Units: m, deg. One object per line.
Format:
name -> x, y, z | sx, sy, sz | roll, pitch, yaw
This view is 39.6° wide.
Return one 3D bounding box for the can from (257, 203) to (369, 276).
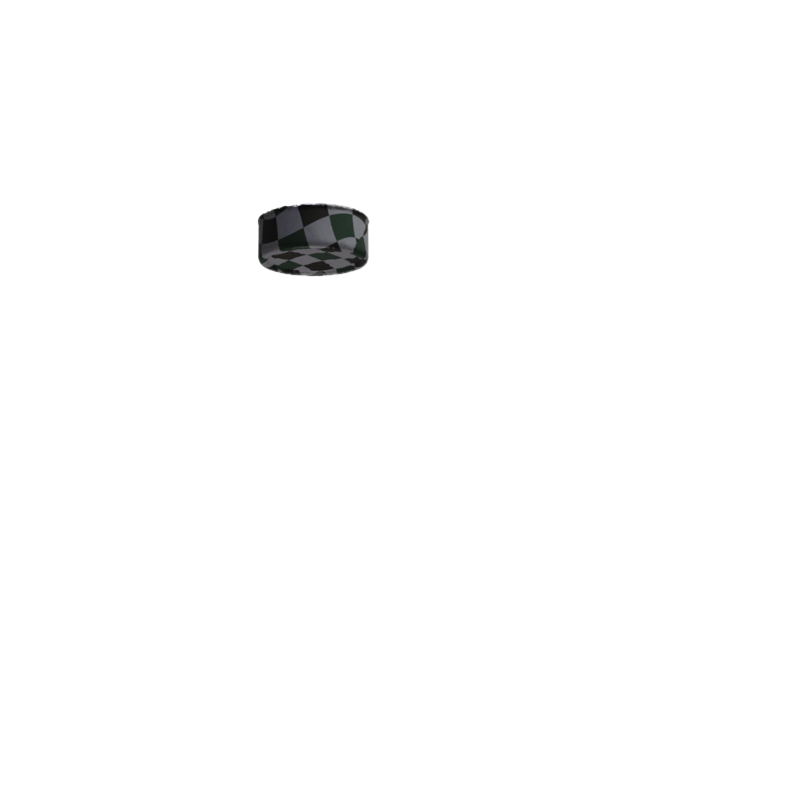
can -> -0.066, -0.121, 0.847 | 0.086, 0.035, 0.083 | 0, -10, -2
